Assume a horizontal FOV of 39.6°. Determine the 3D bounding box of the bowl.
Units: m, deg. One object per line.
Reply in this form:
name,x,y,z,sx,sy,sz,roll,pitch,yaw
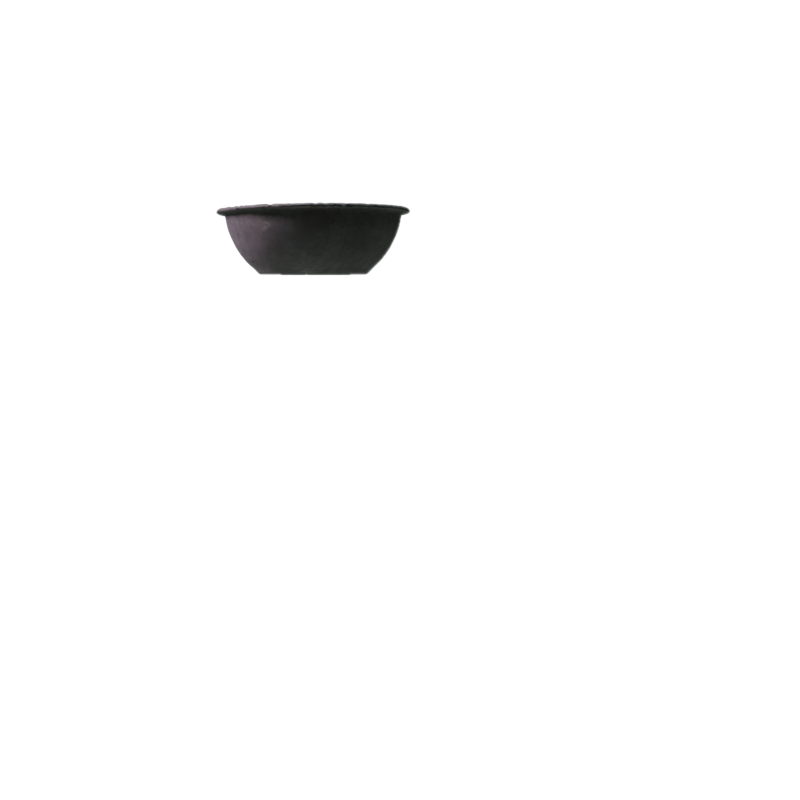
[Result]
bowl,-0.072,-0.132,0.924,0.162,0.055,0.163,0,5,-2
